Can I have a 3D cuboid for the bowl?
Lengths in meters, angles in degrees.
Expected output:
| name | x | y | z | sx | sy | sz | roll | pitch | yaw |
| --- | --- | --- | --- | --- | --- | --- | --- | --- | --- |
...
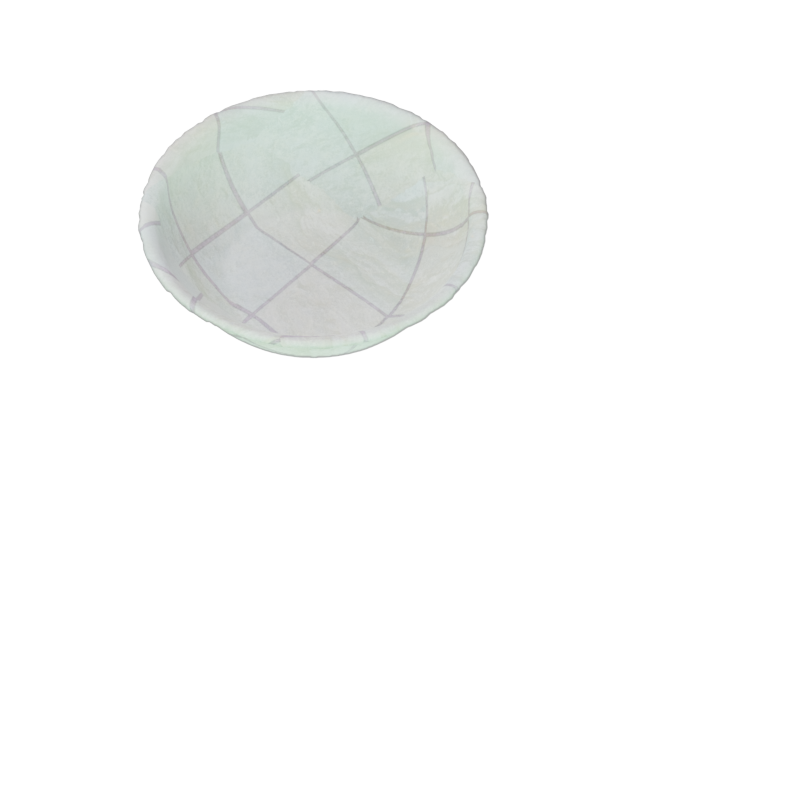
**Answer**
| name | x | y | z | sx | sy | sz | roll | pitch | yaw |
| --- | --- | --- | --- | --- | --- | --- | --- | --- | --- |
| bowl | -0.042 | -0.076 | 0.534 | 0.162 | 0.174 | 0.051 | -1 | -38 | -1 |
